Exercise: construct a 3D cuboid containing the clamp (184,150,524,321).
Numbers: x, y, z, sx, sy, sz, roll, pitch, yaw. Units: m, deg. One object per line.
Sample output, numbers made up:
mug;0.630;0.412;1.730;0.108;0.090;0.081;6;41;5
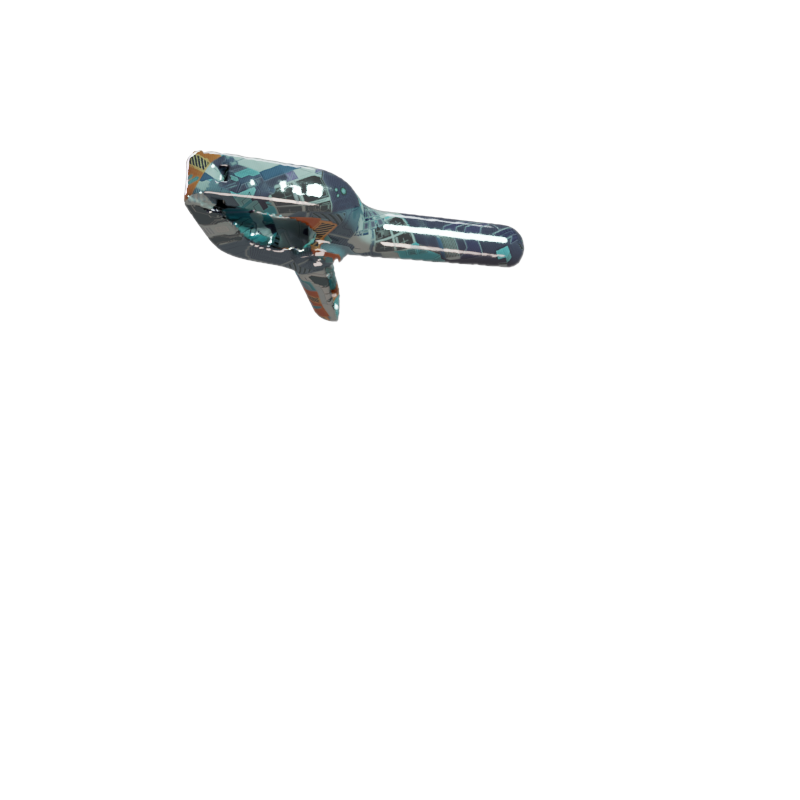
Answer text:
clamp;-0.053;-0.096;0.671;0.198;0.038;0.166;15;-24;-39
